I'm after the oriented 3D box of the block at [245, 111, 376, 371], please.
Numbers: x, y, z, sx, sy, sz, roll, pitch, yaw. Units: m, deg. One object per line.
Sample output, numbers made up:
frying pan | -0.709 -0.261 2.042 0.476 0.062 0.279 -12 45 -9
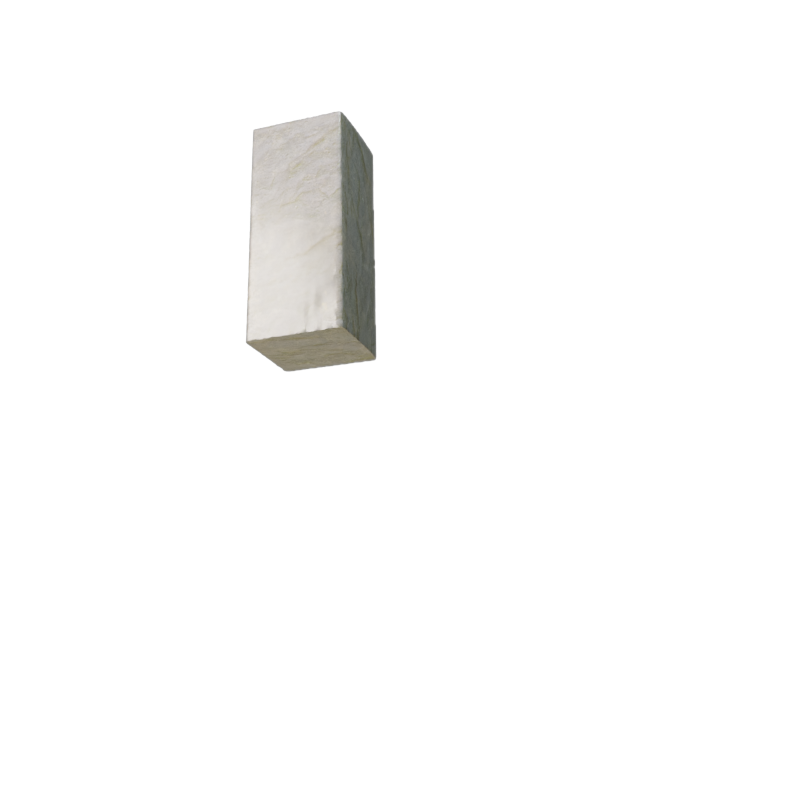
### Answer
block | -0.077 -0.141 0.992 0.092 0.217 0.084 -10 -24 18
